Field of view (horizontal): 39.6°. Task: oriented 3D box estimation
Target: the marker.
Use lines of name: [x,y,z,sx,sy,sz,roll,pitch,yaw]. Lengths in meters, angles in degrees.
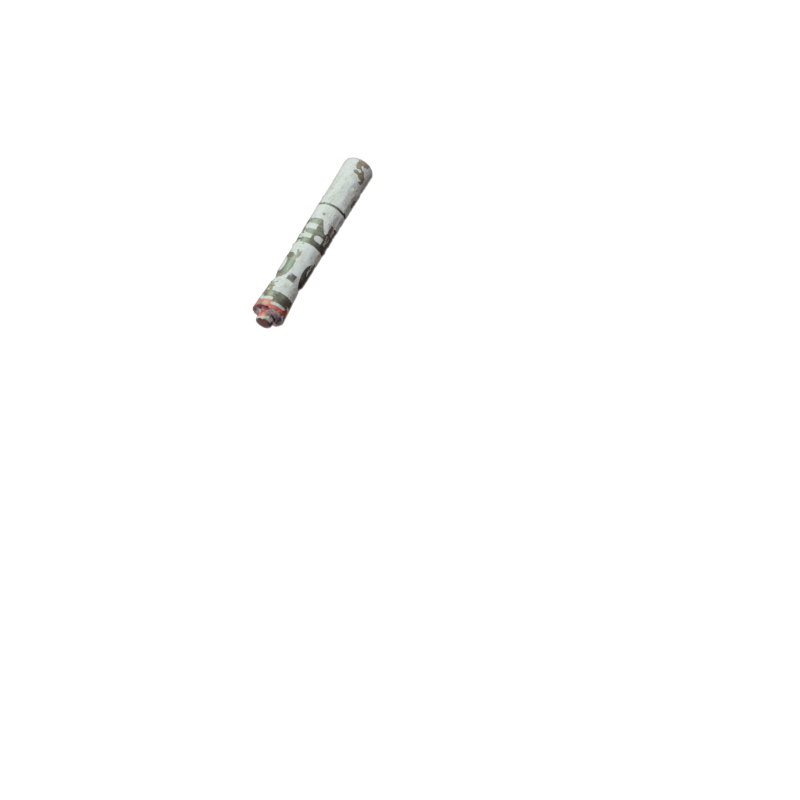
marker: [-0.049,-0.089,0.622,0.020,0.126,0.018,21,-32,11]
